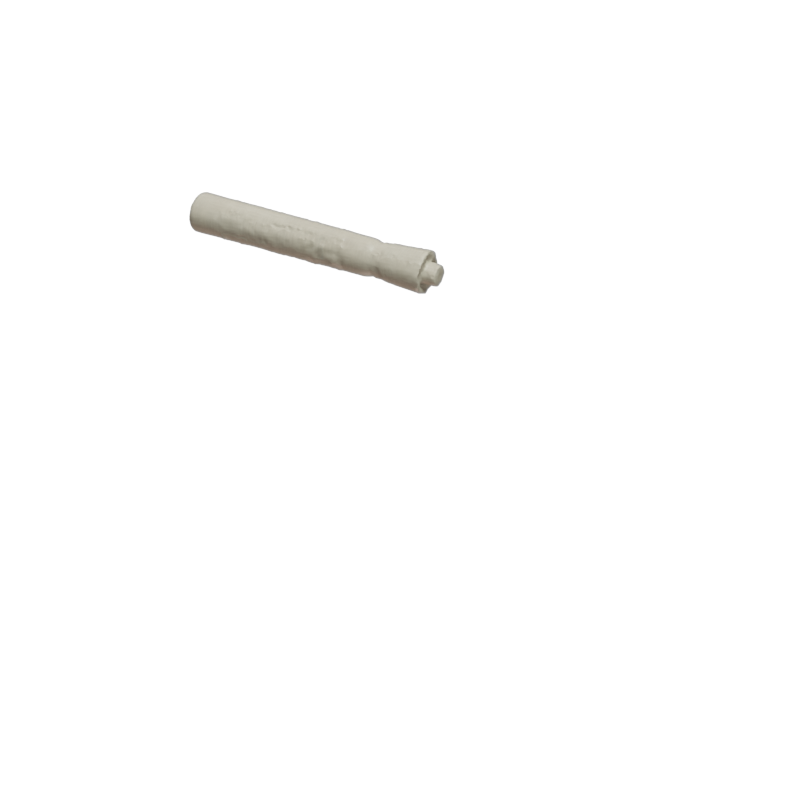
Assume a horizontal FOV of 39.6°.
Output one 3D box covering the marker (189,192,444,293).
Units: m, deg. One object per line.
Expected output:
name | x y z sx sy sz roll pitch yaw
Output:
marker | -0.038 -0.069 0.482 0.127 0.019 0.019 18 11 26
